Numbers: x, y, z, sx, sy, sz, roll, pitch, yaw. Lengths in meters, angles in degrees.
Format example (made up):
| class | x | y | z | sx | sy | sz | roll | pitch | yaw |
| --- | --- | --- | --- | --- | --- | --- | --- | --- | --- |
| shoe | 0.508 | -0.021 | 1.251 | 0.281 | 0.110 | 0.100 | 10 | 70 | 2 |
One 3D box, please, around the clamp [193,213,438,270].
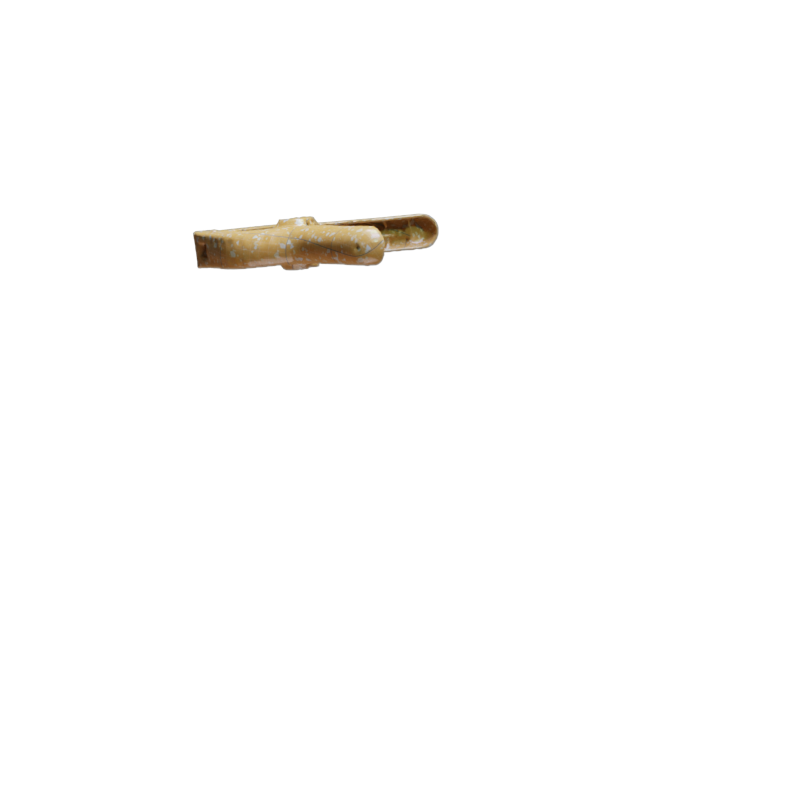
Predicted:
| class | x | y | z | sx | sy | sz | roll | pitch | yaw |
| --- | --- | --- | --- | --- | --- | --- | --- | --- | --- |
| clamp | -0.060 | -0.110 | 0.772 | 0.178 | 0.039 | 0.117 | 5 | 9 | 31 |
